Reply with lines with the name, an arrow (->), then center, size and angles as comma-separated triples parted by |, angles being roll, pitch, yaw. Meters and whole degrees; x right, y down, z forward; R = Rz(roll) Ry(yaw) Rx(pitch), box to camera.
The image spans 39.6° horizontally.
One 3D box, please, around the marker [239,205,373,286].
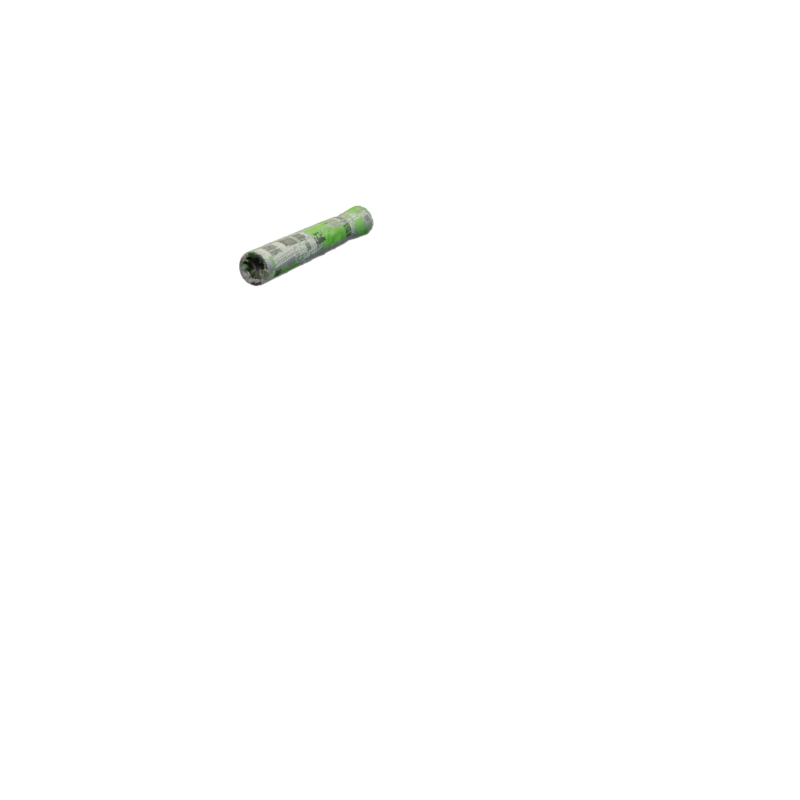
marker -> -0.049, -0.088, 0.619 | 0.020, 0.019, 0.121 | 2, 21, 28
